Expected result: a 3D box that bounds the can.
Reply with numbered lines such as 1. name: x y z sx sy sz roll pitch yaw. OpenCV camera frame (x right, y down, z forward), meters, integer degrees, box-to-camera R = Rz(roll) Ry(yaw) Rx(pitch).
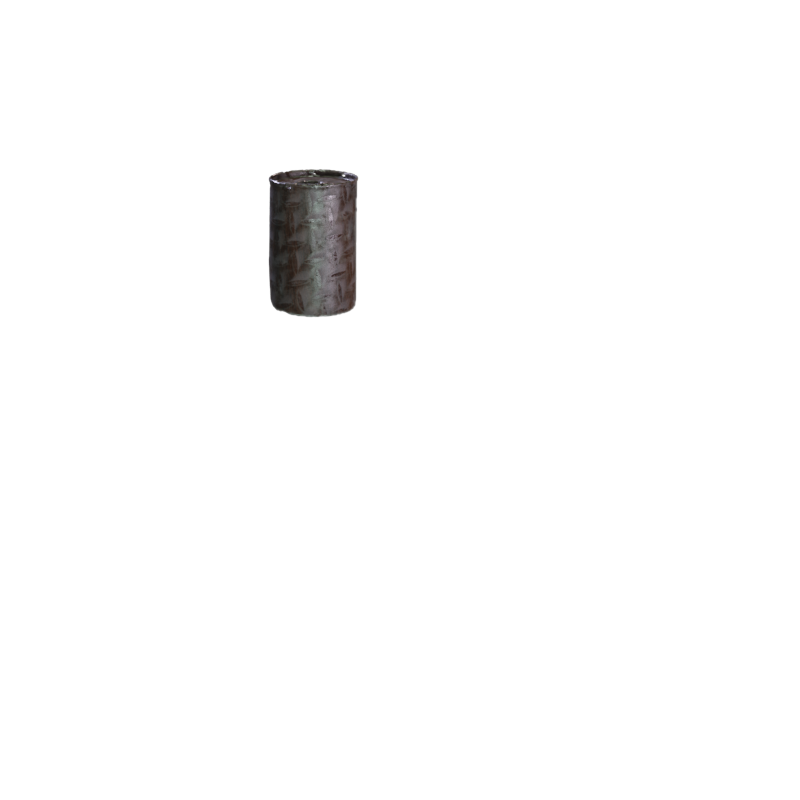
1. can: -0.067 -0.122 0.852 0.068 0.099 0.071 0 16 -2
